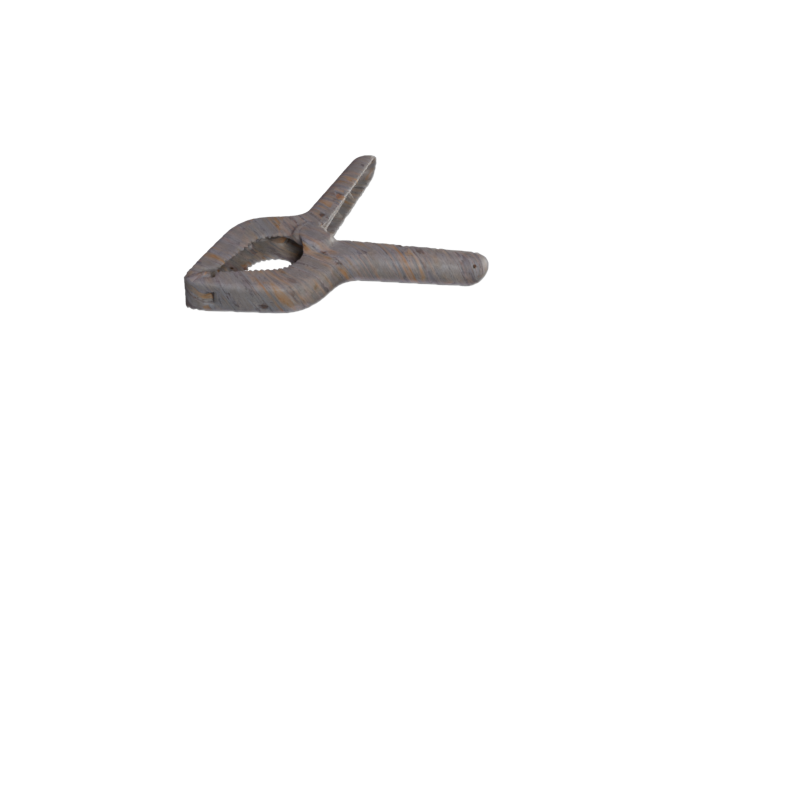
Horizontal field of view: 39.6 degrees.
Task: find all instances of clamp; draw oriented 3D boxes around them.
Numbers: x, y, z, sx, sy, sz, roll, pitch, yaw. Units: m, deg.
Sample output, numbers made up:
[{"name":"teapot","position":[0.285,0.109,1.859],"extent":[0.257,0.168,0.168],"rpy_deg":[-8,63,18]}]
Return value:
[{"name":"clamp","position":[-0.064,-0.117,0.817],"extent":[0.207,0.034,0.178],"rpy_deg":[-17,44,-18]}]
